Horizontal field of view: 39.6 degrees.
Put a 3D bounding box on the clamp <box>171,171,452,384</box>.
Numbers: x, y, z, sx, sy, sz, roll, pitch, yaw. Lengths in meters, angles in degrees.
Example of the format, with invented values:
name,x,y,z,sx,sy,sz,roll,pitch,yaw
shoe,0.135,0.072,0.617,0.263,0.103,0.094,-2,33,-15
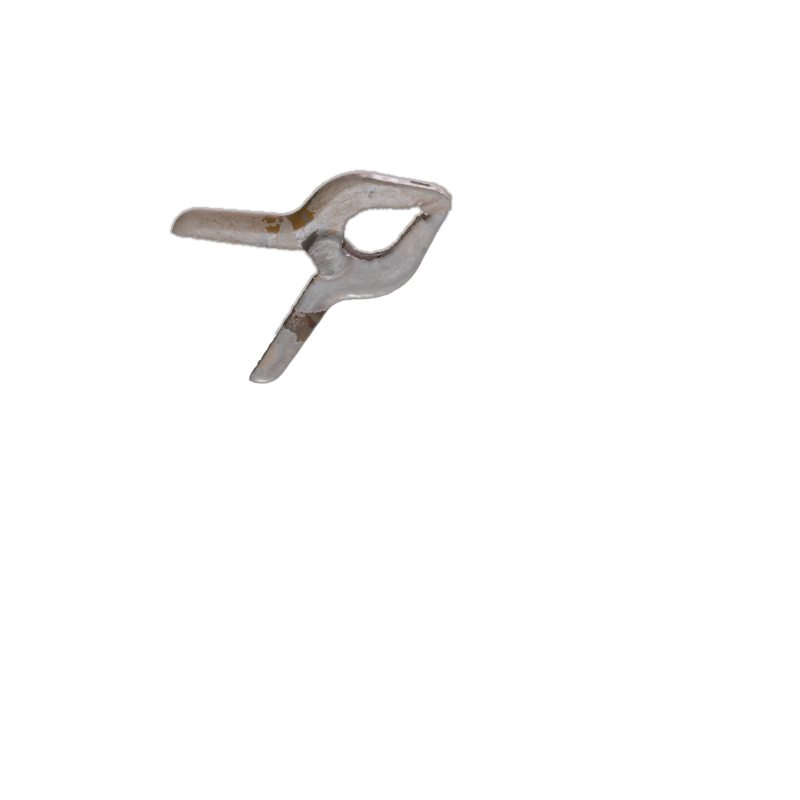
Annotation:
name,x,y,z,sx,sy,sz,roll,pitch,yaw
clamp,-0.054,-0.098,0.685,0.171,0.116,0.041,-33,15,10
